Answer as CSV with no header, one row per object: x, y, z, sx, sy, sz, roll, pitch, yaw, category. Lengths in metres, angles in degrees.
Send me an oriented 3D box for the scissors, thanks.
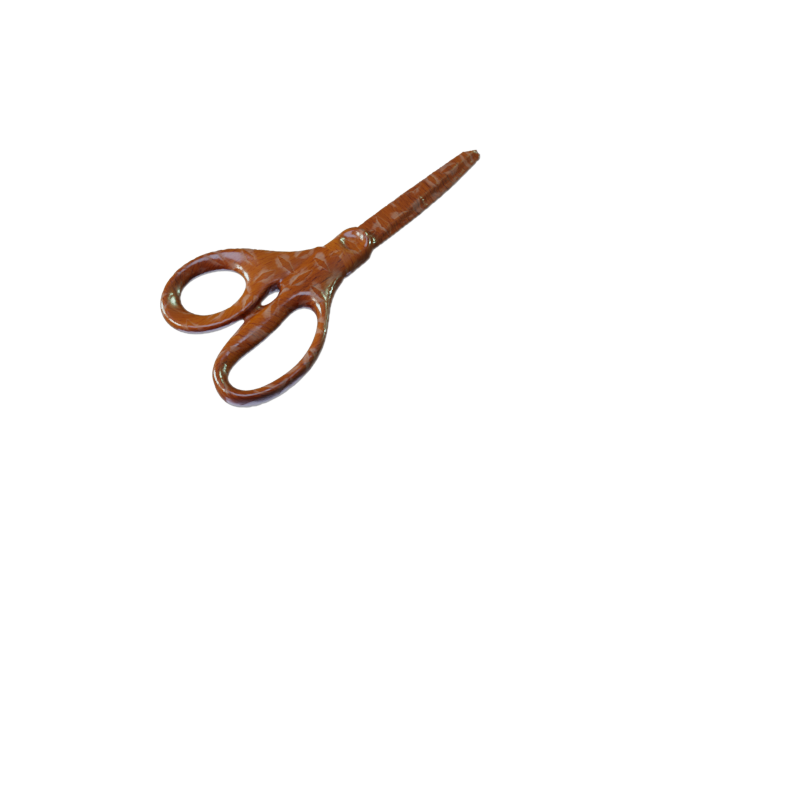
-0.045,-0.083,0.580,0.100,0.208,0.015,25,-31,16,scissors
